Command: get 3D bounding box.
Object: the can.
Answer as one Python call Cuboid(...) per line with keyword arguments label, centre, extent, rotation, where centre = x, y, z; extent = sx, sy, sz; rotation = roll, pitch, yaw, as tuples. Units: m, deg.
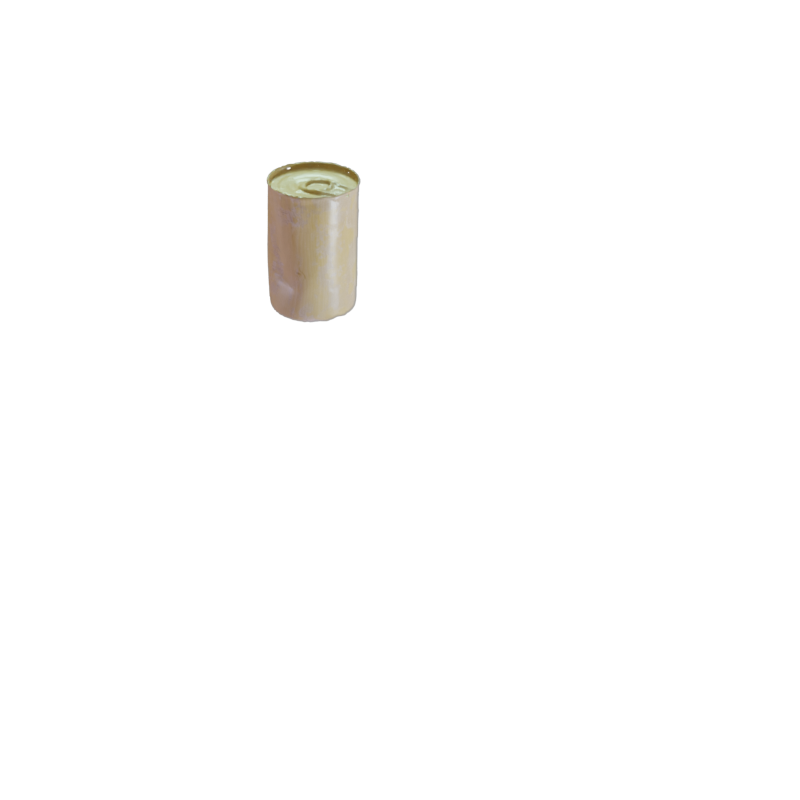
Cuboid(label="can", centre=(-0.064, -0.117, 0.823), extent=(0.068, 0.096, 0.073), rotation=(0, 29, -2))
